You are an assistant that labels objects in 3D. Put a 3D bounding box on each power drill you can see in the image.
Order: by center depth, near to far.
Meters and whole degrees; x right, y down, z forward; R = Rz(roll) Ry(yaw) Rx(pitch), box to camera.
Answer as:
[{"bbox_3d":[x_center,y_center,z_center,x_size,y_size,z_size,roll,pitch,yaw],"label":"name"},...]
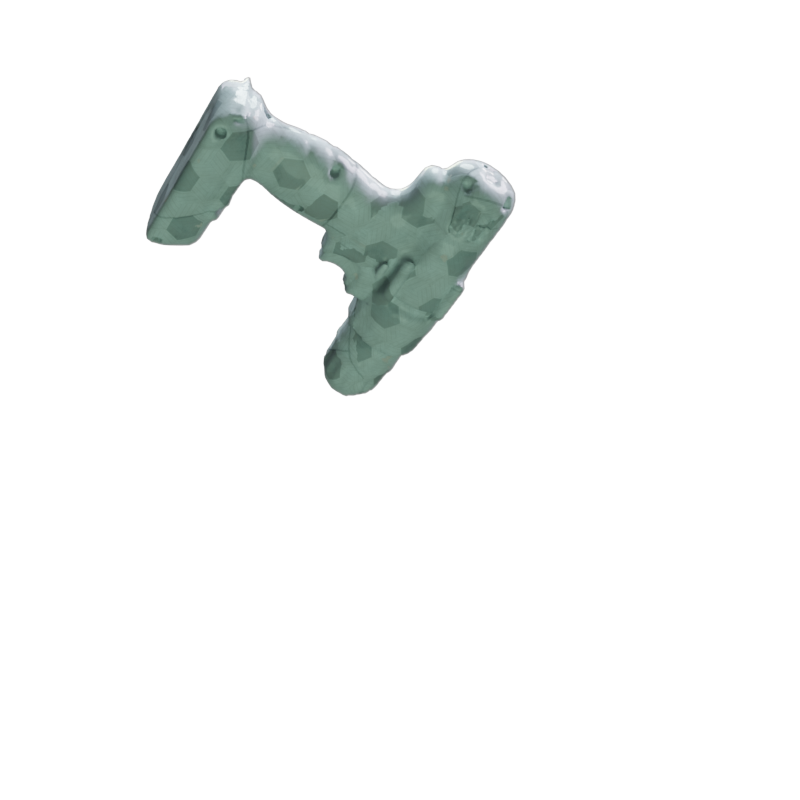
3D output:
[{"bbox_3d":[-0.052,-0.095,0.665,0.181,0.179,0.061,24,32,-17],"label":"power drill"}]
